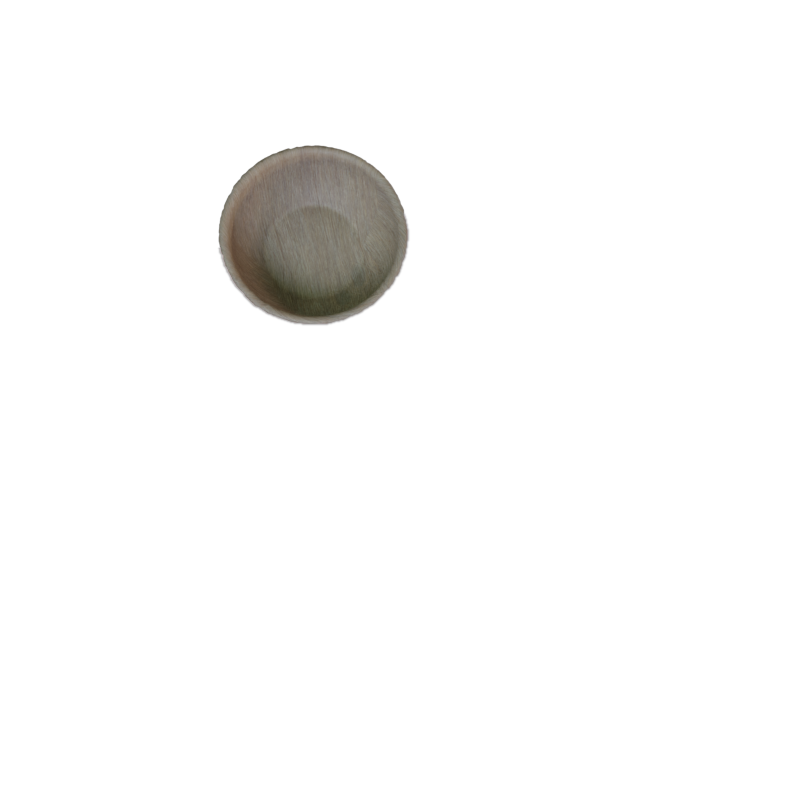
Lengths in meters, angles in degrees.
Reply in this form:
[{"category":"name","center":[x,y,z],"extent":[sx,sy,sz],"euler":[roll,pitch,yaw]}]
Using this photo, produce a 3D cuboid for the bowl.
[{"category":"bowl","center":[-0.076,-0.138,0.970],"extent":[0.162,0.169,0.053],"euler":[-1,-17,-1]}]
